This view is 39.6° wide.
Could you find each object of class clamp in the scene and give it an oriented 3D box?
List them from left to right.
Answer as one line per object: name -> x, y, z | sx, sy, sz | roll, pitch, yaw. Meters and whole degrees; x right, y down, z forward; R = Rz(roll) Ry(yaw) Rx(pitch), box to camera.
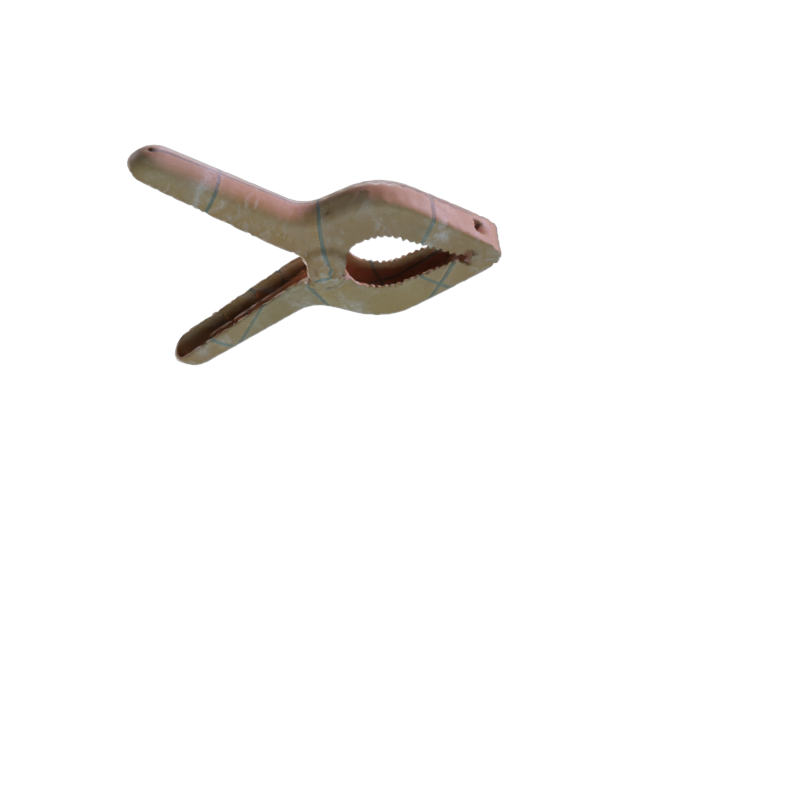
clamp -> -0.050, -0.091, 0.639 | 0.211, 0.039, 0.152 | -7, -44, 8
